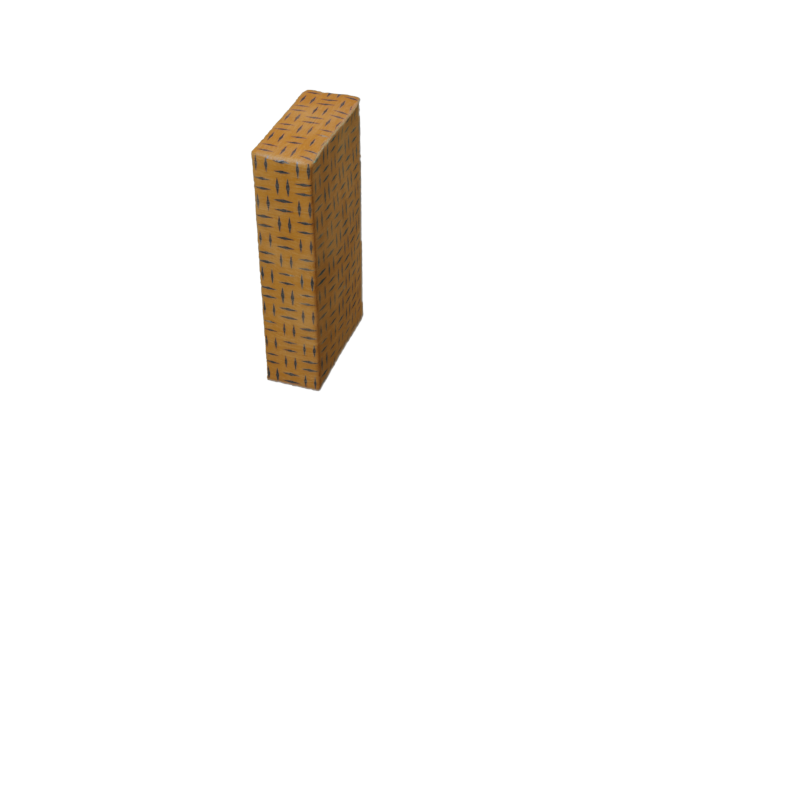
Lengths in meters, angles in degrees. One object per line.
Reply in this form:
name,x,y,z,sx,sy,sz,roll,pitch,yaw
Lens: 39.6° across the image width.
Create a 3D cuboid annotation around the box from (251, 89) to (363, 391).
box,-0.057,-0.104,0.728,0.049,0.165,0.097,13,39,12
